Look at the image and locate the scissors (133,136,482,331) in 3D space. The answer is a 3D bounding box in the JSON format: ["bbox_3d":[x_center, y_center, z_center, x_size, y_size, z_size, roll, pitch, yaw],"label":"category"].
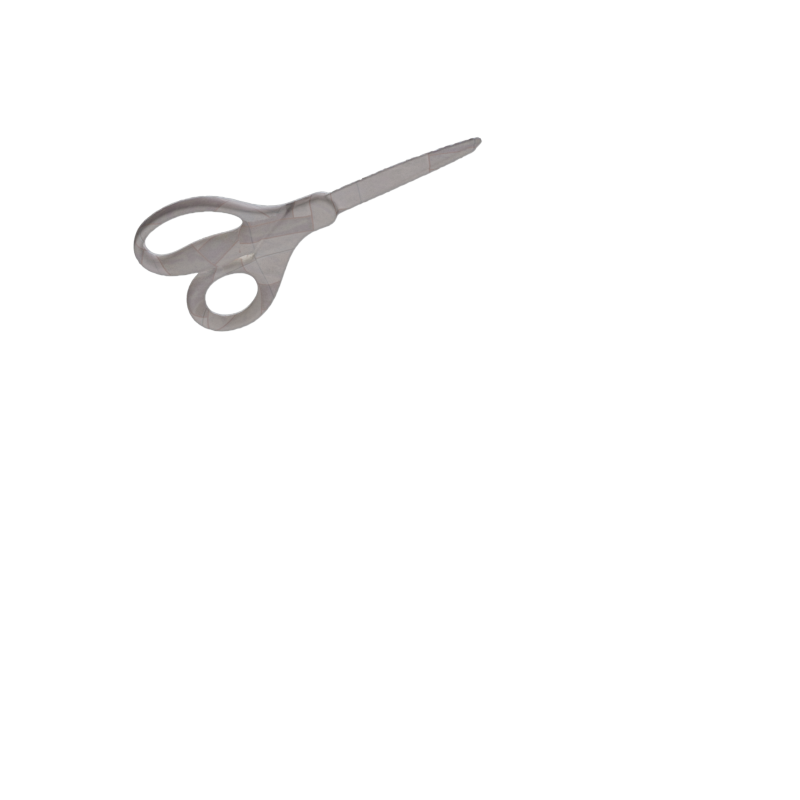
[{"bbox_3d":[-0.049,-0.090,0.628,0.203,0.090,0.017,-8,34,6],"label":"scissors"}]
